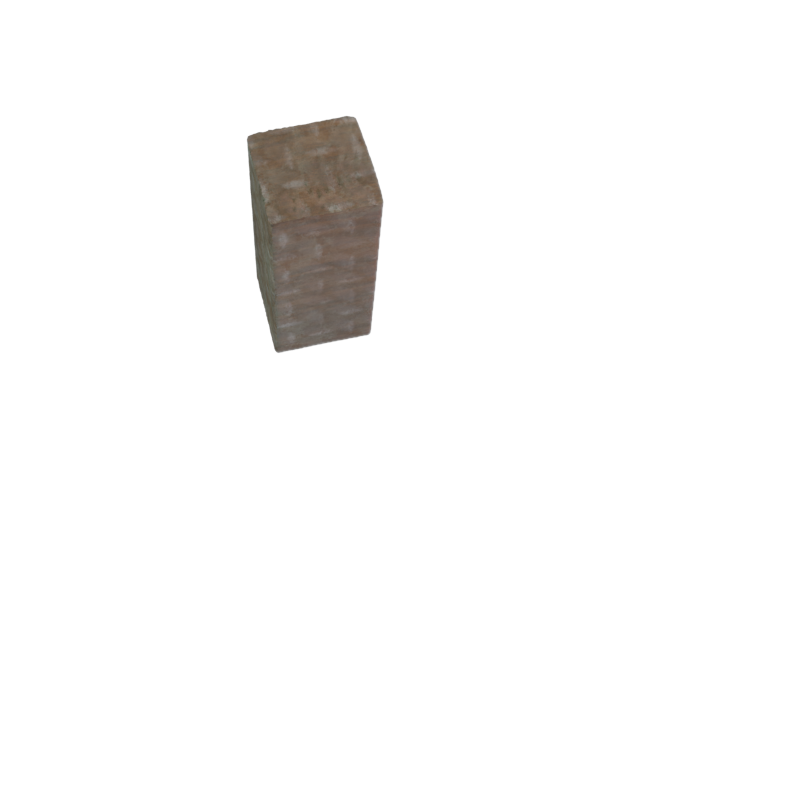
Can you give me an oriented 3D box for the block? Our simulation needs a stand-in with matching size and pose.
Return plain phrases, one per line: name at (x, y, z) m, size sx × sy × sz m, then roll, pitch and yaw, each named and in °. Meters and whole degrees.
block at (-0.073, -0.134, 0.931) m, size 0.090 × 0.096 × 0.194 m, roll -12°, pitch -26°, yaw -10°
